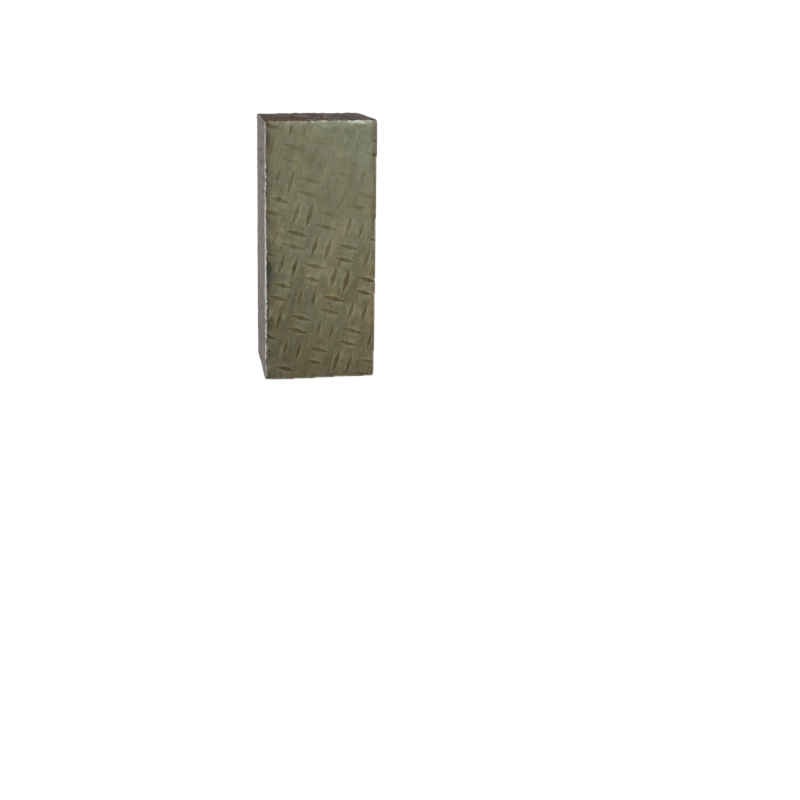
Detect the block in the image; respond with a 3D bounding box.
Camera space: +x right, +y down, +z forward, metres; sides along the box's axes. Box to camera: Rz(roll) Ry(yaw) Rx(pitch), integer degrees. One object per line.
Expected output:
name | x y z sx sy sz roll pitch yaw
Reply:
block | -0.071 -0.130 0.910 0.089 0.201 0.094 -1 12 -10
